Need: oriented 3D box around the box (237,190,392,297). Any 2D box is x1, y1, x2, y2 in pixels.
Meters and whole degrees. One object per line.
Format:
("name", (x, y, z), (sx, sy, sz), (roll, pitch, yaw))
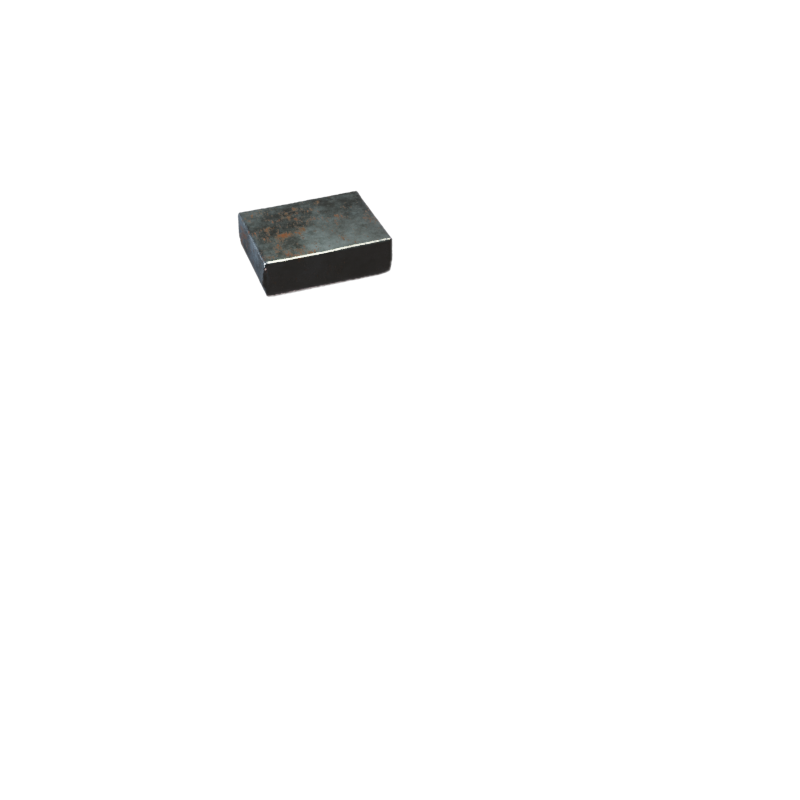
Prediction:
("box", (-0.074, -0.135, 0.945), (0.112, 0.036, 0.097), (-12, 39, -16))
